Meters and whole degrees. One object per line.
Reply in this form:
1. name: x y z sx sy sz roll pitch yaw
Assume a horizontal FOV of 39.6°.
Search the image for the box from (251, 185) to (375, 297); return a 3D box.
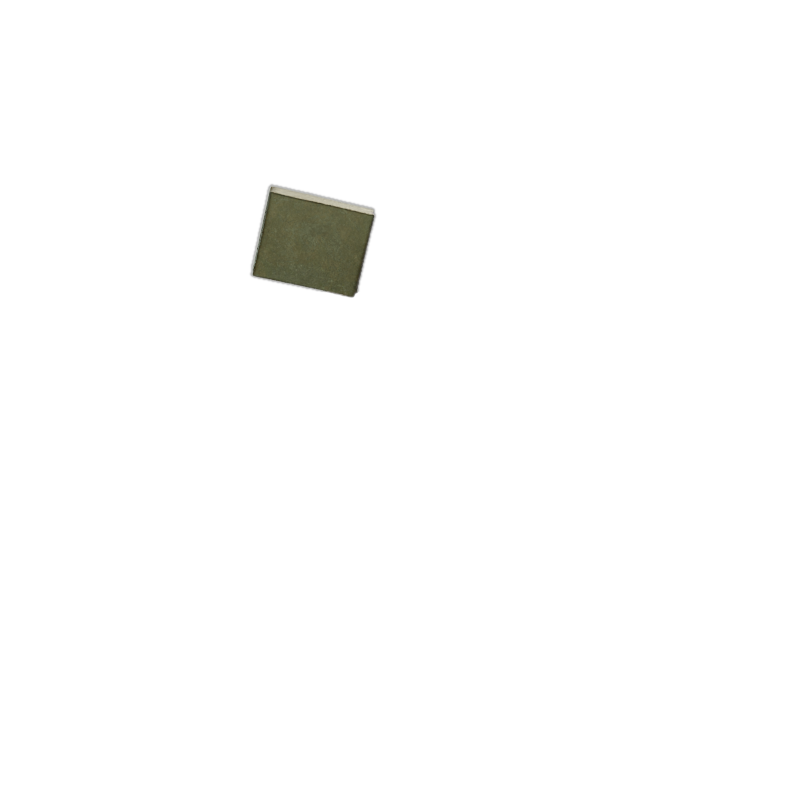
1. box: -0.071 -0.130 0.909 0.089 0.071 0.031 12 15 -4
